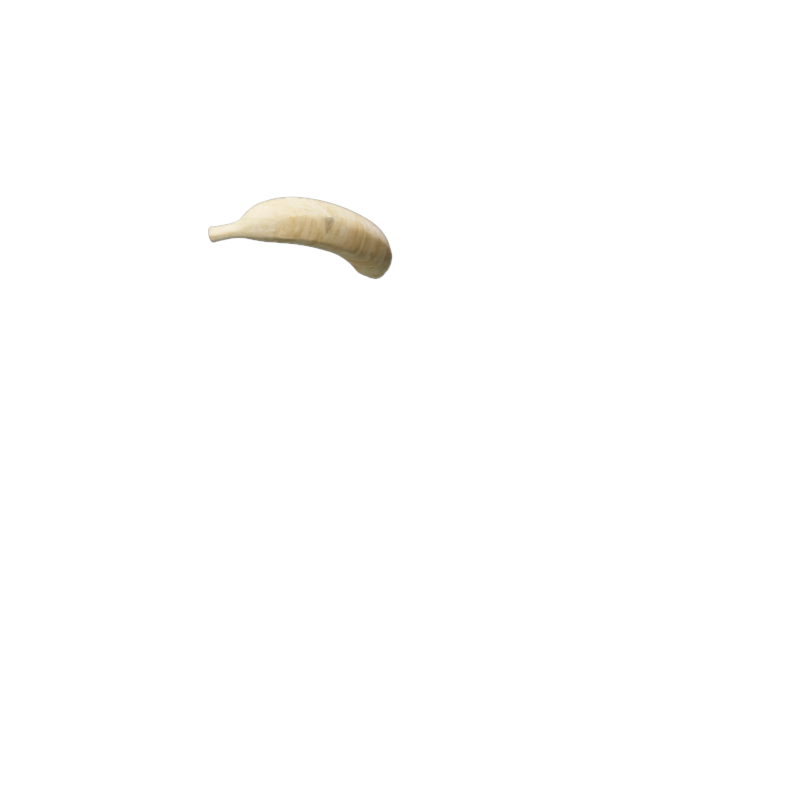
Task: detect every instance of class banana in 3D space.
[{"bbox_3d":[-0.057,-0.128,0.868,0.071,0.038,0.187,-8,-11,40],"label":"banana"}]
